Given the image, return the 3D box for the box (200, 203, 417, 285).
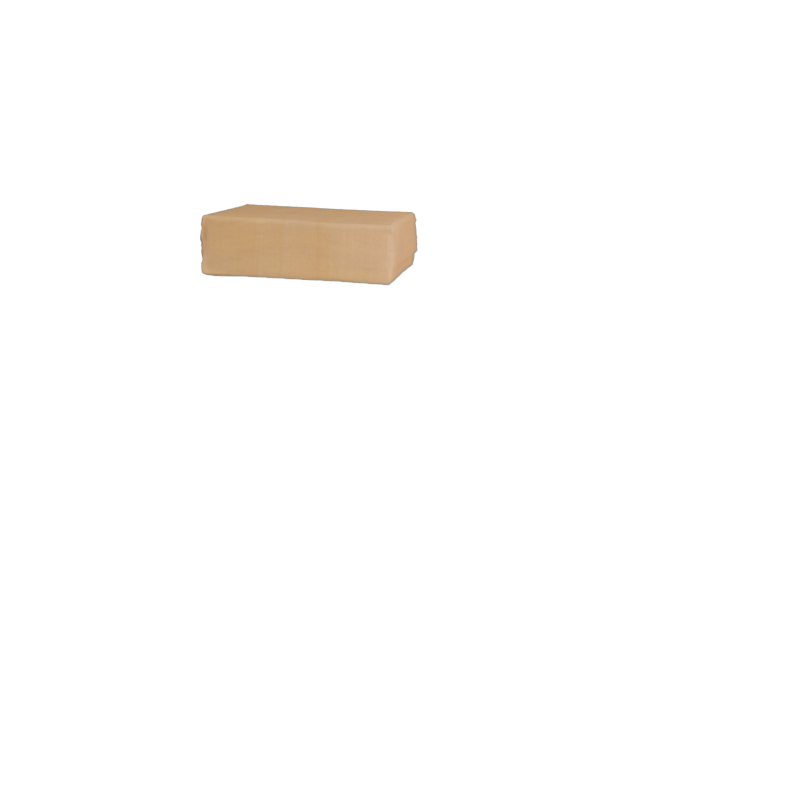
[{"bbox_3d":[-0.051,-0.094,0.656,0.115,0.038,0.090,2,12,11],"label":"box"}]
